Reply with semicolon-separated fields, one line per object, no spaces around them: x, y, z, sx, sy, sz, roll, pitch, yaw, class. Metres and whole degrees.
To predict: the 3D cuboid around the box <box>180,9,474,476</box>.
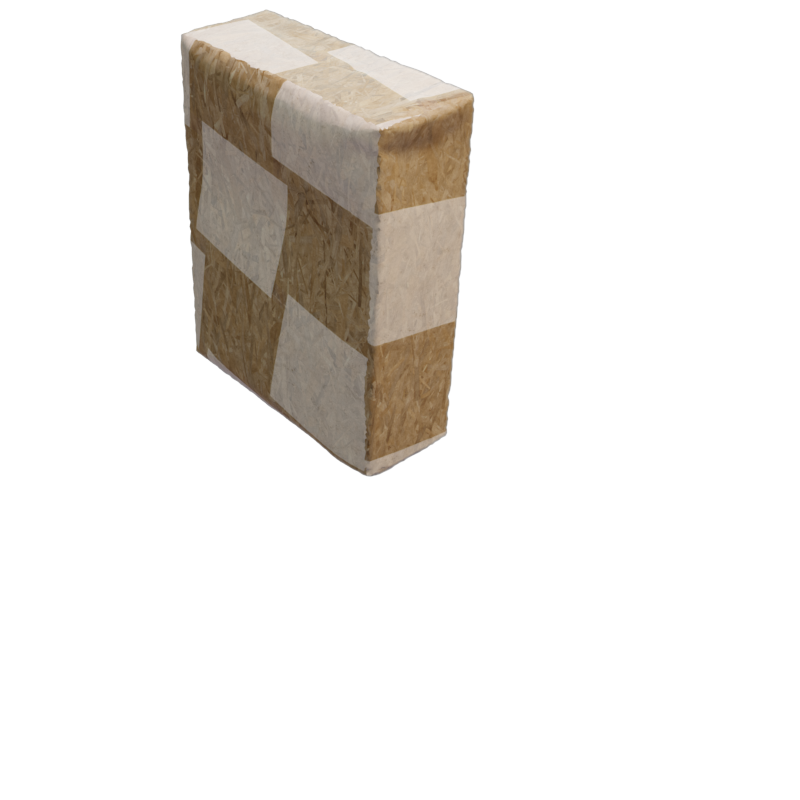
-0.048;-0.088;0.616;0.071;0.201;0.176;-24;42;-35;box
